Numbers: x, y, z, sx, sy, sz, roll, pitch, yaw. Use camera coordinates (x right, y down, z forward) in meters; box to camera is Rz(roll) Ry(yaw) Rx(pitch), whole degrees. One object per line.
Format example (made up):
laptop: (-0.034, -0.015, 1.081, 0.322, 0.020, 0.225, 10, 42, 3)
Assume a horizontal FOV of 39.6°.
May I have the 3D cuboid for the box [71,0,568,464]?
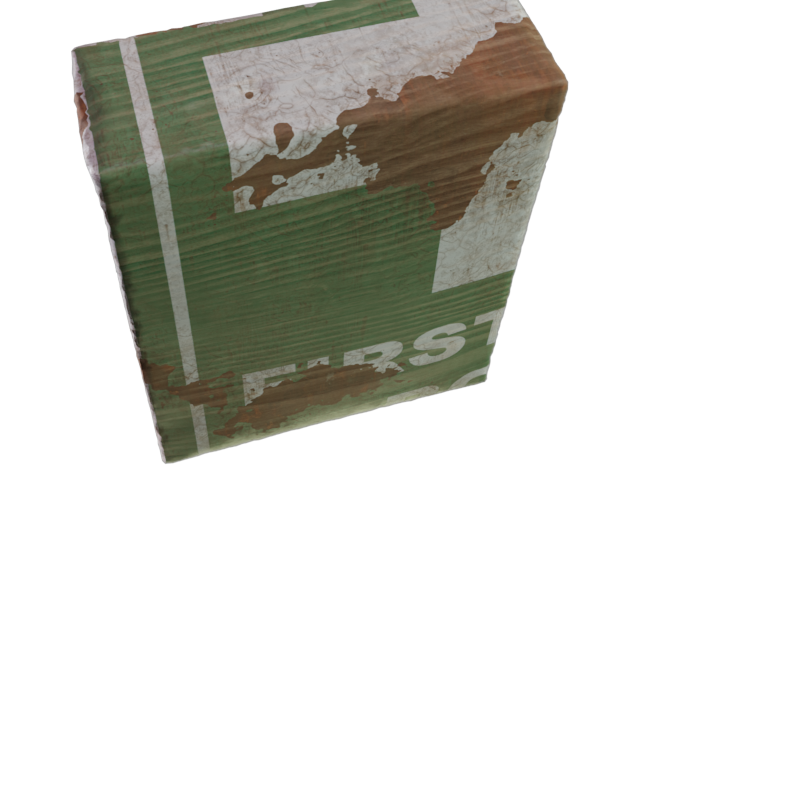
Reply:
box: (-0.036, -0.066, 0.463, 0.163, 0.077, 0.200, -13, -29, -11)
